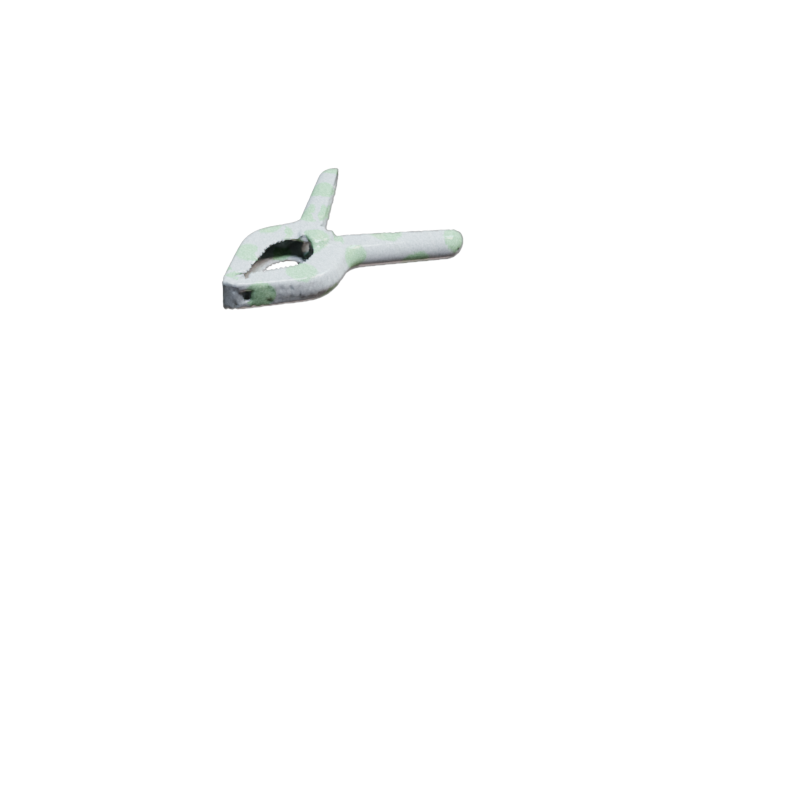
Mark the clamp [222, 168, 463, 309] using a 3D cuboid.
[{"bbox_3d":[-0.075,-0.136,0.952,0.209,0.034,0.177,-27,45,-30],"label":"clamp"}]
